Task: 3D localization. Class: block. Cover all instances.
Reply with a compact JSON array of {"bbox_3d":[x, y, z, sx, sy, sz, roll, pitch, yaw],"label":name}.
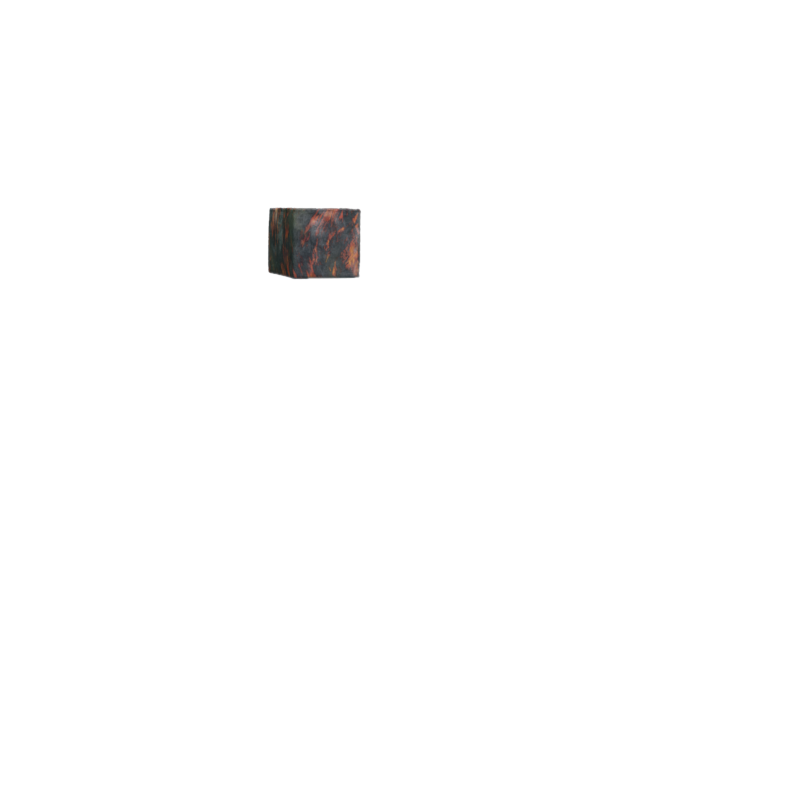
[{"bbox_3d":[-0.065,-0.119,0.832,0.052,0.051,0.081,-2,8,-19],"label":"block"}]
